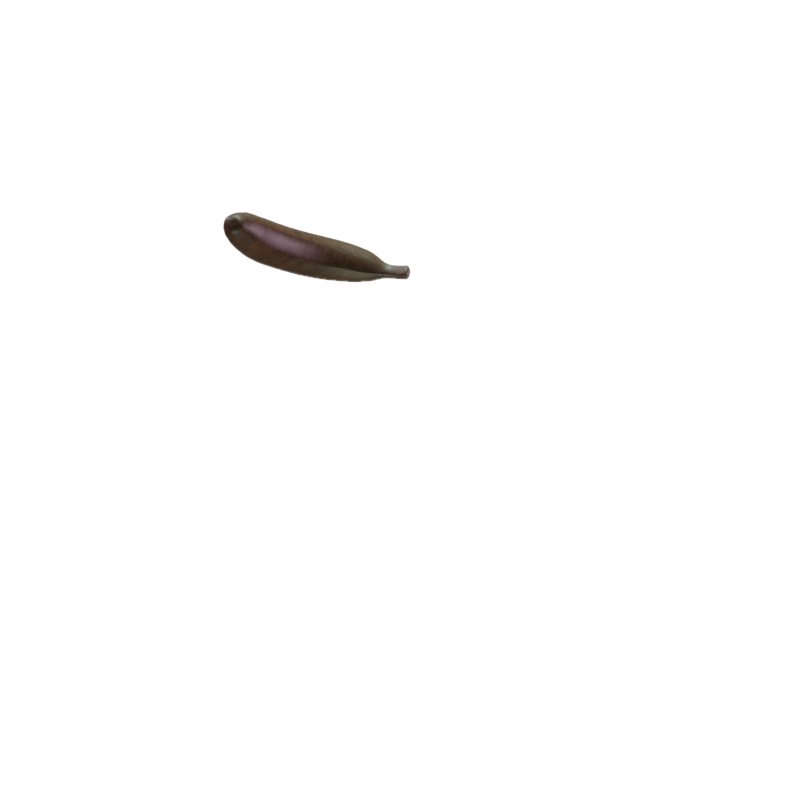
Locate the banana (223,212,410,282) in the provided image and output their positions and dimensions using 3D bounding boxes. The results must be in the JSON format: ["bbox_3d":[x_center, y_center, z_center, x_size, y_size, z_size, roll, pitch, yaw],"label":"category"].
[{"bbox_3d":[-0.083,-0.131,0.953,0.188,0.038,0.071,8,-14,-40],"label":"banana"}]
